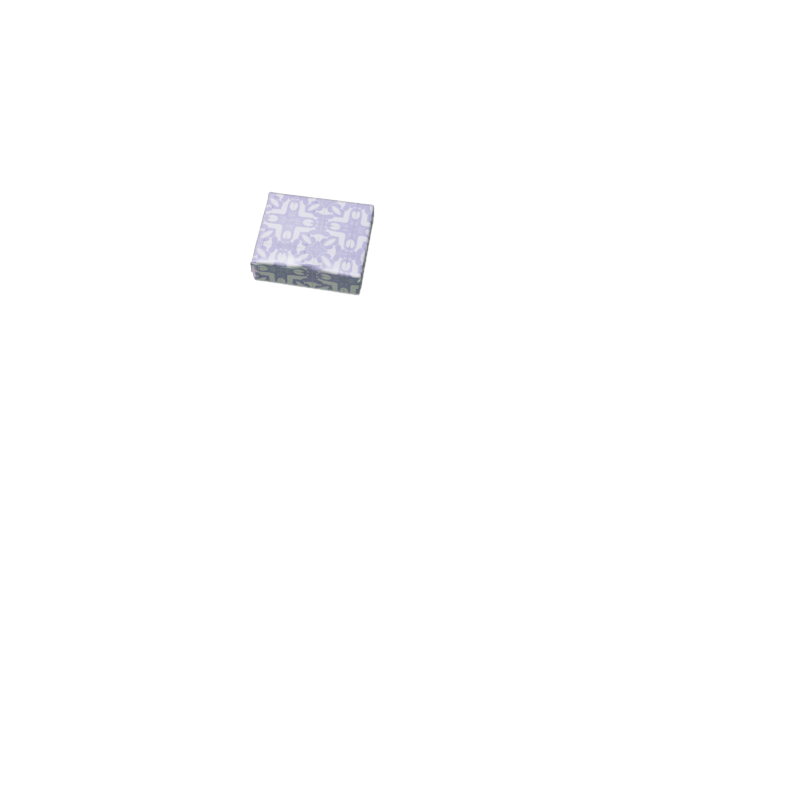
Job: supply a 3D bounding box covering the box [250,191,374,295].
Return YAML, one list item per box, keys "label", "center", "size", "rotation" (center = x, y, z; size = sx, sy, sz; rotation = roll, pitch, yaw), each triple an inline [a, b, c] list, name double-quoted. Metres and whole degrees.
- label: "box"
  center: [-0.070, -0.128, 0.894]
  size: [0.090, 0.077, 0.028]
  rotation: [8, -33, 5]
